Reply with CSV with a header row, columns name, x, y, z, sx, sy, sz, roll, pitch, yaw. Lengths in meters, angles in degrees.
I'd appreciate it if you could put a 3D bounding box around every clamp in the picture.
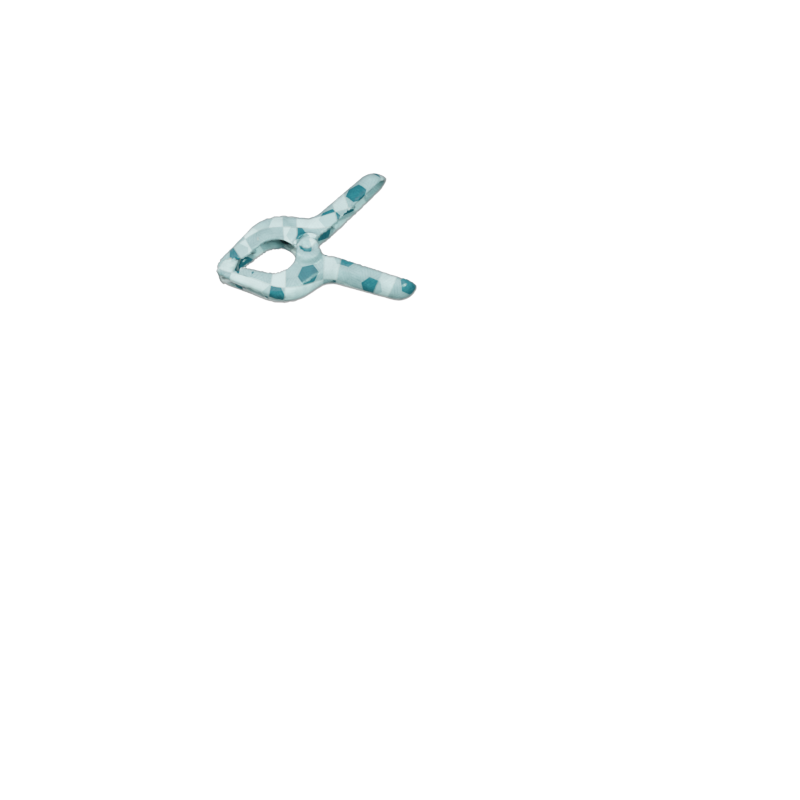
name,x,y,z,sx,sy,sz,roll,pitch,yaw
clamp,-0.077,-0.140,0.978,0.171,0.128,0.037,-4,-27,-2
